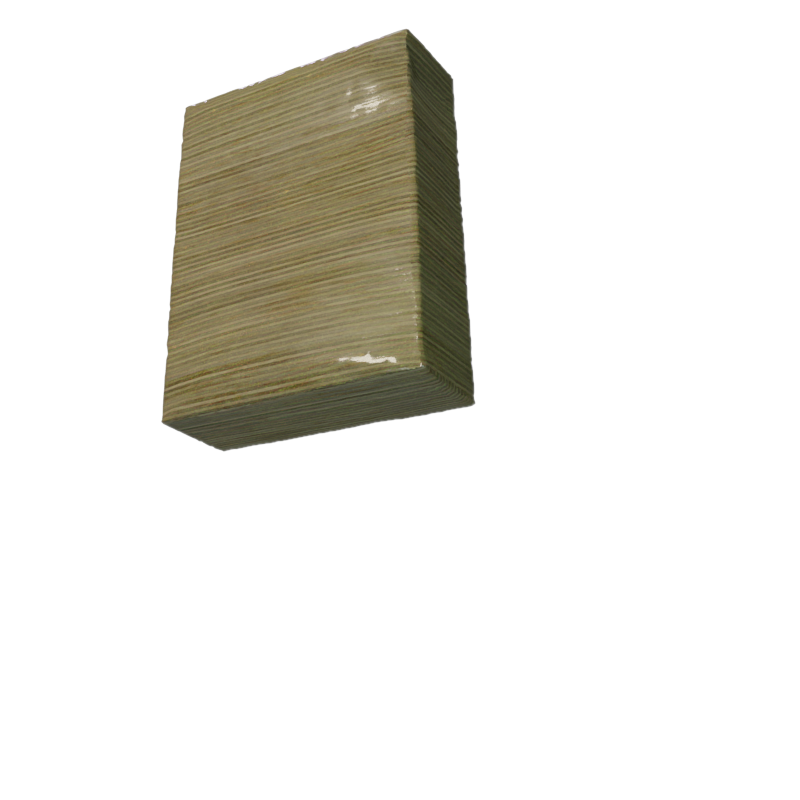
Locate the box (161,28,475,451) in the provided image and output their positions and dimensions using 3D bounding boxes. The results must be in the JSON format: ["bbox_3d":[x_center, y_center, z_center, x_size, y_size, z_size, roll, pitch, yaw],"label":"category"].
[{"bbox_3d":[-0.050,-0.092,0.644,0.167,0.226,0.067,-13,-27,25],"label":"box"}]
